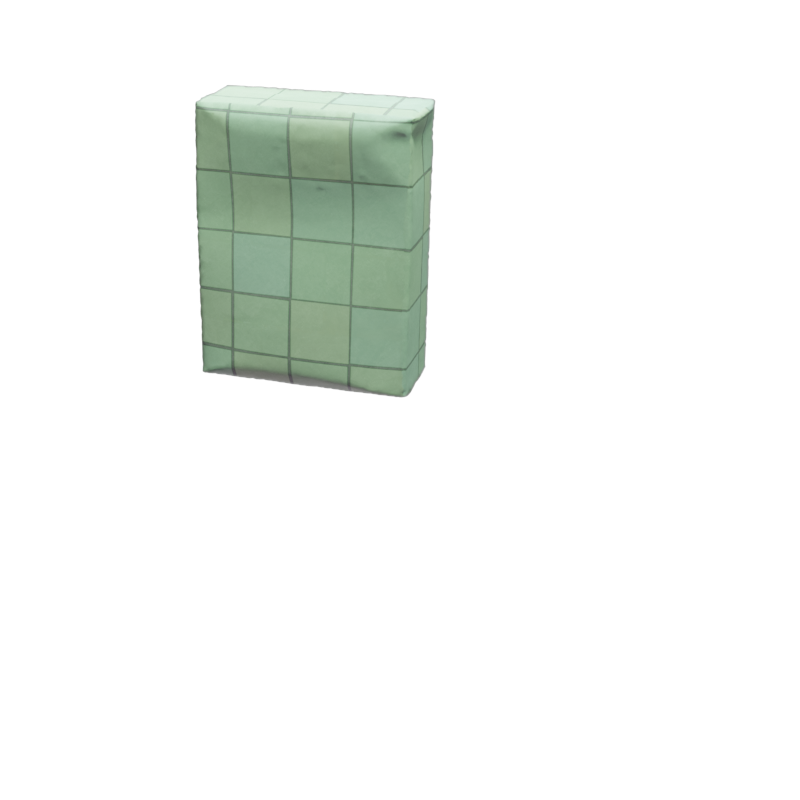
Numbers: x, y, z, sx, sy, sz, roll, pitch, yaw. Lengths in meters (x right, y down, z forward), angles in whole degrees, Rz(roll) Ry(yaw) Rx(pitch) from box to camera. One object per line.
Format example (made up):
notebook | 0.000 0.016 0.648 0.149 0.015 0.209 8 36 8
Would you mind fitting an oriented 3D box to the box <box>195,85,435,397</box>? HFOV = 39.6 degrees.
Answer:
box | -0.064 -0.117 0.819 0.168 0.204 0.073 8 22 16
